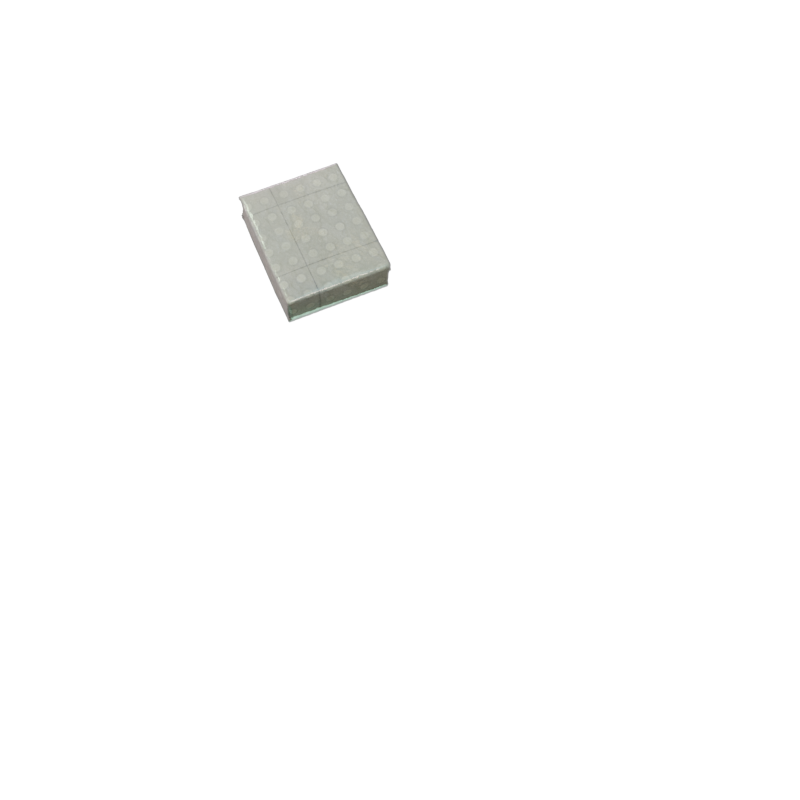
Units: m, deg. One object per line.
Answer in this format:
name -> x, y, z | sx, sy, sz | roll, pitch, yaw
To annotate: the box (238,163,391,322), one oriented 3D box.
box -> -0.071, -0.130, 0.910 | 0.089, 0.122, 0.036 | -21, -29, -12
